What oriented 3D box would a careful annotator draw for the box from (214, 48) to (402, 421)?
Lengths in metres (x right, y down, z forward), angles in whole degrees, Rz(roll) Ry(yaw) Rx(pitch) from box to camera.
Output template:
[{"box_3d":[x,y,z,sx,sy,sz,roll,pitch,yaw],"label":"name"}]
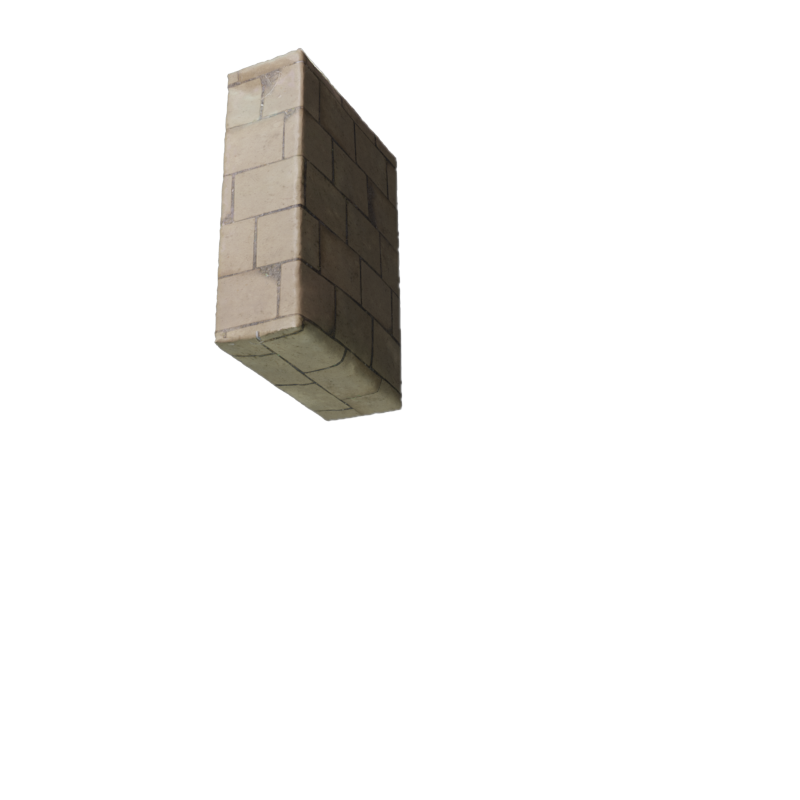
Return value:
[{"box_3d":[-0.062,-0.113,0.788,0.073,0.226,0.152,-13,-27,22],"label":"box"}]
